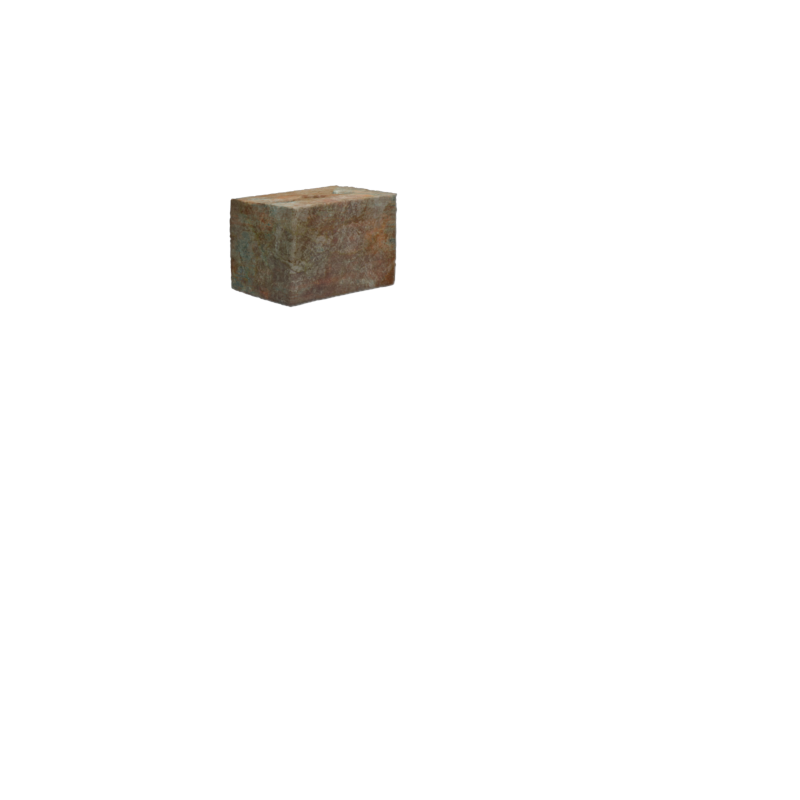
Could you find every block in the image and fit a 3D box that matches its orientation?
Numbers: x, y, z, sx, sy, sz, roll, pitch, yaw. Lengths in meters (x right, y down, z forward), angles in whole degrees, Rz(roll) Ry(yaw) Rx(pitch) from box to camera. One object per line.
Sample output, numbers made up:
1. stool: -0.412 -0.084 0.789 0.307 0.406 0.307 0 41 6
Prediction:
1. block: -0.047 -0.085 0.596 0.056 0.050 0.076 15 22 43
